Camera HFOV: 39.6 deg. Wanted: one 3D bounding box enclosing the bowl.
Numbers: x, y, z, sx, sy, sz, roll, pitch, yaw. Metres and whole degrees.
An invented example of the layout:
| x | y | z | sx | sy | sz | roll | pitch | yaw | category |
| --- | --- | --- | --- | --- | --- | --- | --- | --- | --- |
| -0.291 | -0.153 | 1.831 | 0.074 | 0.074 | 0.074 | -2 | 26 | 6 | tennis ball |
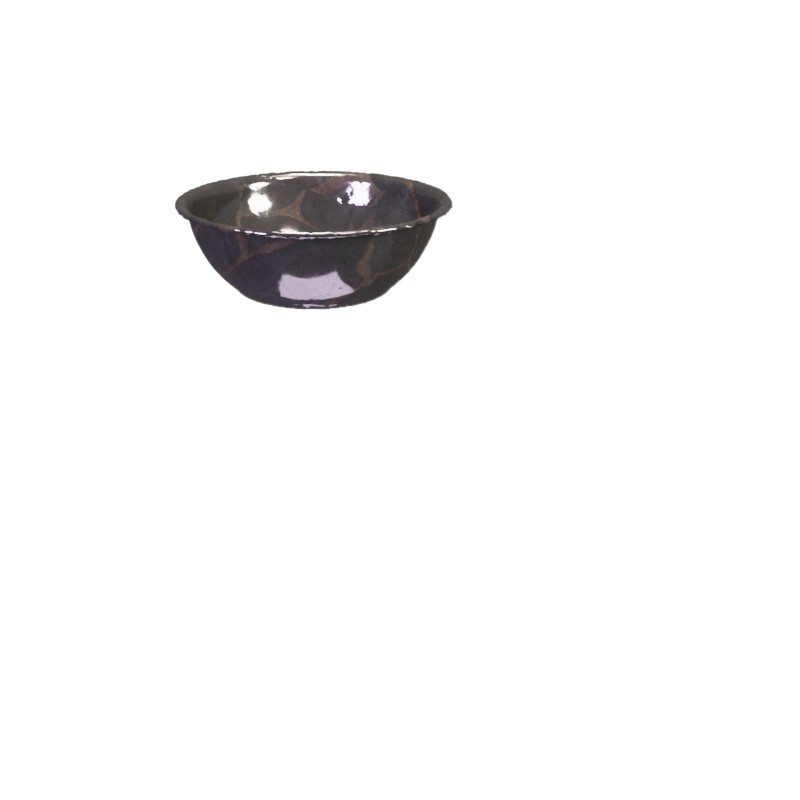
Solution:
| x | y | z | sx | sy | sz | roll | pitch | yaw | category |
| --- | --- | --- | --- | --- | --- | --- | --- | --- | --- |
| -0.051 | -0.093 | 0.654 | 0.162 | 0.053 | 0.169 | -1 | 22 | -2 | bowl |
